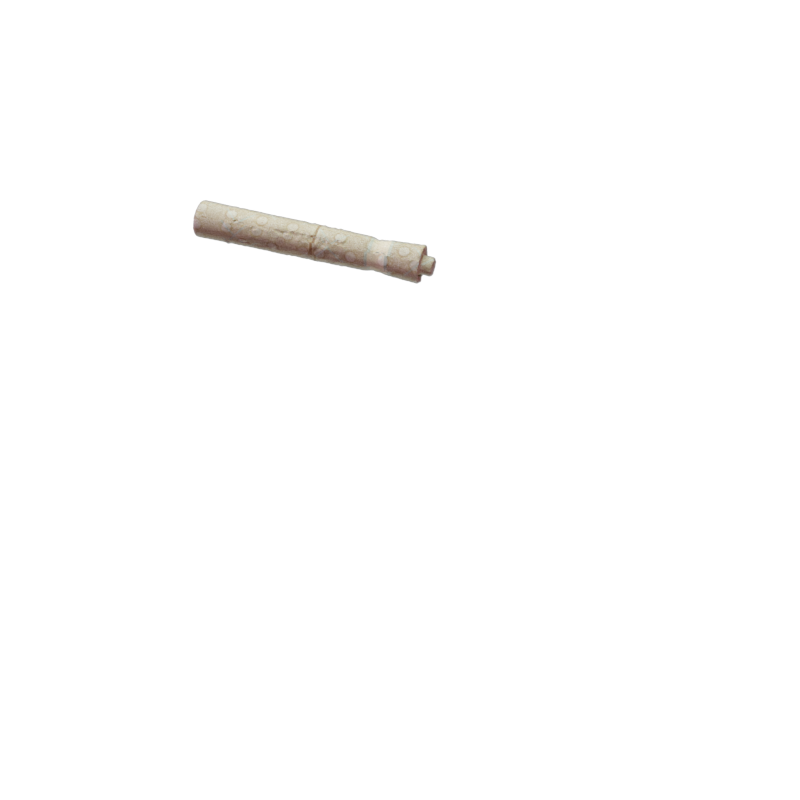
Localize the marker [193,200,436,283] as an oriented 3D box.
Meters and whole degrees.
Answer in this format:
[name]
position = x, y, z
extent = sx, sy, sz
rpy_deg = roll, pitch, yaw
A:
[marker]
position = -0.042, -0.077, 0.541
extent = 0.124, 0.020, 0.019
rpy_deg = 14, 7, 15
